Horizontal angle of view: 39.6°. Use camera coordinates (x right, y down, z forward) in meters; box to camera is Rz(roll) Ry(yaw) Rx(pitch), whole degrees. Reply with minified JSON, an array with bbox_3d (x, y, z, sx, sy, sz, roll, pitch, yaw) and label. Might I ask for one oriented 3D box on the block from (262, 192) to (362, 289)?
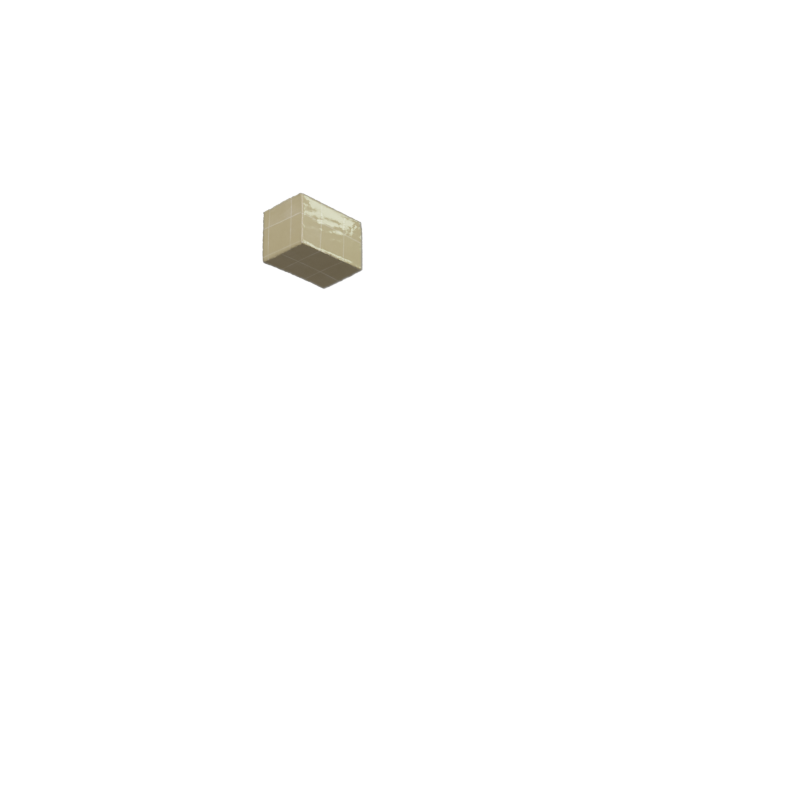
[{"bbox_3d":[-0.078,-0.141,0.990,0.053,0.054,0.073,-23,-32,38],"label":"block"}]
